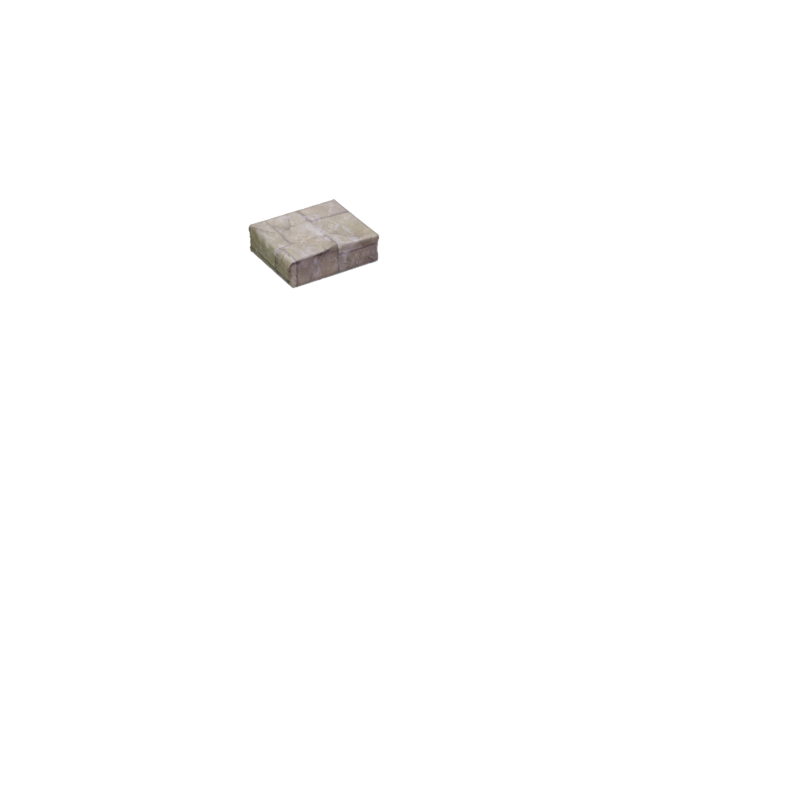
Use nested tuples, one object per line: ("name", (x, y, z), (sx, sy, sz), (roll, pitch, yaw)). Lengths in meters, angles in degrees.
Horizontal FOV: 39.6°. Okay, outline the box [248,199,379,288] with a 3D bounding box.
("box", (-0.074, -0.135, 0.947), (0.088, 0.028, 0.079), (-21, 41, -26))
